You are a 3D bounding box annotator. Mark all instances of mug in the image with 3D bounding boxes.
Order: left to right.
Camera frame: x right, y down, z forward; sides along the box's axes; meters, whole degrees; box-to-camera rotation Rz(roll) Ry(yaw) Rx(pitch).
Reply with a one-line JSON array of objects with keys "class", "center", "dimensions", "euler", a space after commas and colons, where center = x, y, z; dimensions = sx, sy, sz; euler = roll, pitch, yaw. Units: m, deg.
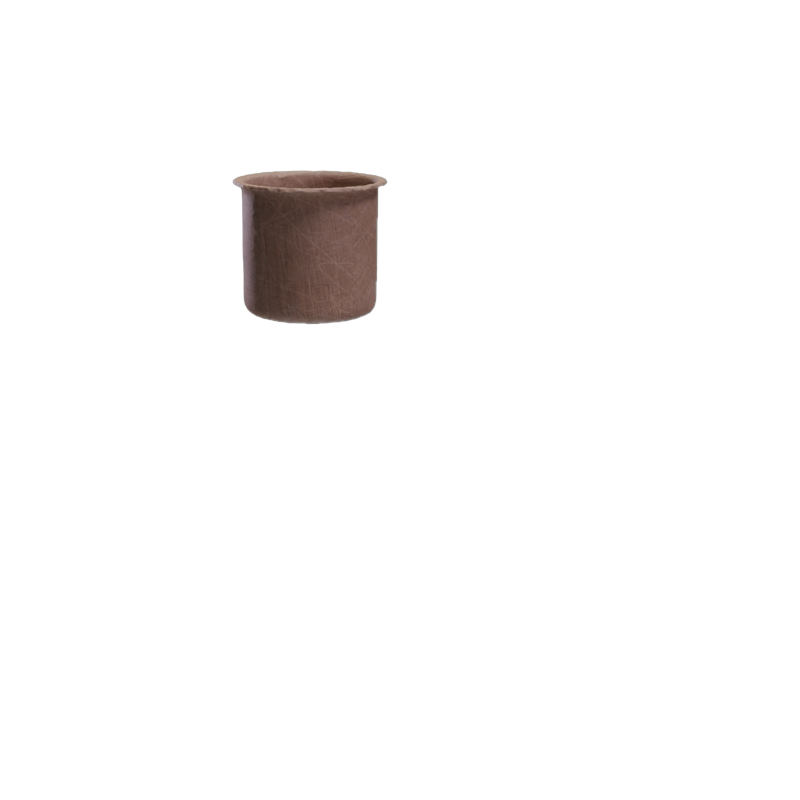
[{"class": "mug", "center": [-0.054, -0.098, 0.686], "dimensions": [0.094, 0.079, 0.120], "euler": [2, 16, 6]}]
